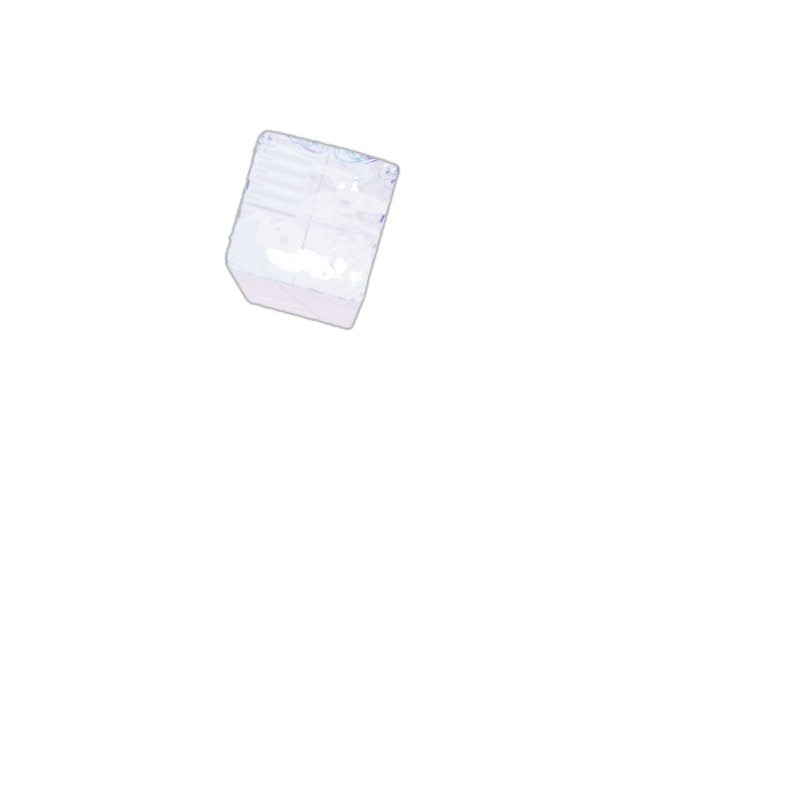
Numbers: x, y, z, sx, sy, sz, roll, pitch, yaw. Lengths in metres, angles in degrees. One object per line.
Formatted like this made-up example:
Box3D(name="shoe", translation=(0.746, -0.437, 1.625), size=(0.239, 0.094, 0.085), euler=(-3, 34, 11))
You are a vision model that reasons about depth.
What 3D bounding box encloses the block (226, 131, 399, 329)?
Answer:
Box3D(name="block", translation=(-0.061, -0.111, 0.771), size=(0.090, 0.092, 0.204), euler=(15, -3, -3))
